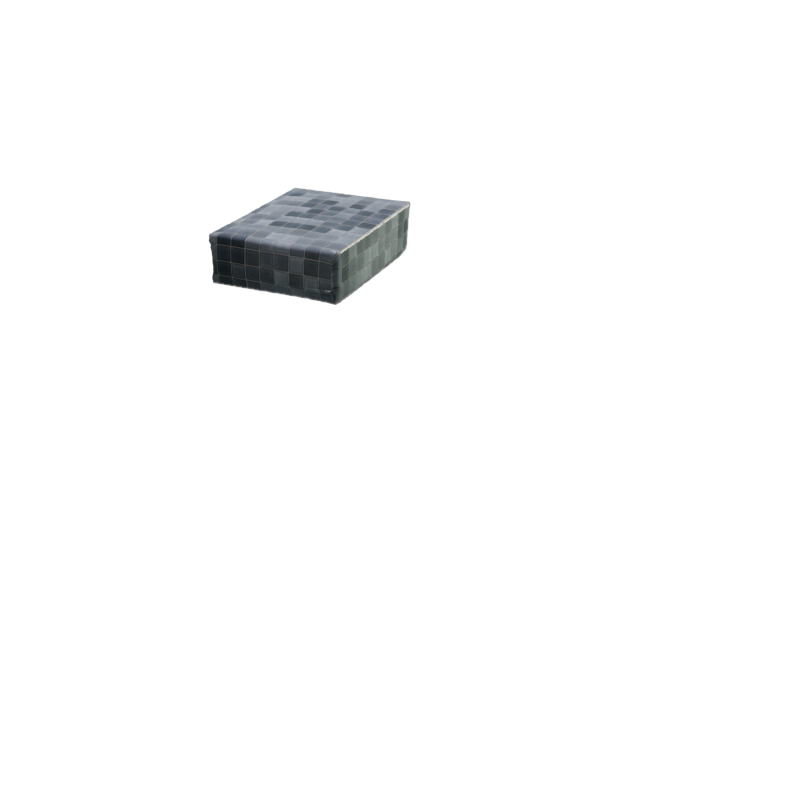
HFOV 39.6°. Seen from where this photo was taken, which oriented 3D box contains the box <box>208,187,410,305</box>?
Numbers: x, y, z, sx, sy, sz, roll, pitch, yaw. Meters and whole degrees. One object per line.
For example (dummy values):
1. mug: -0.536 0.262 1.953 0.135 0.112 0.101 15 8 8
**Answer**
1. box: -0.056 -0.102 0.715 0.093 0.037 0.114 11 27 23
